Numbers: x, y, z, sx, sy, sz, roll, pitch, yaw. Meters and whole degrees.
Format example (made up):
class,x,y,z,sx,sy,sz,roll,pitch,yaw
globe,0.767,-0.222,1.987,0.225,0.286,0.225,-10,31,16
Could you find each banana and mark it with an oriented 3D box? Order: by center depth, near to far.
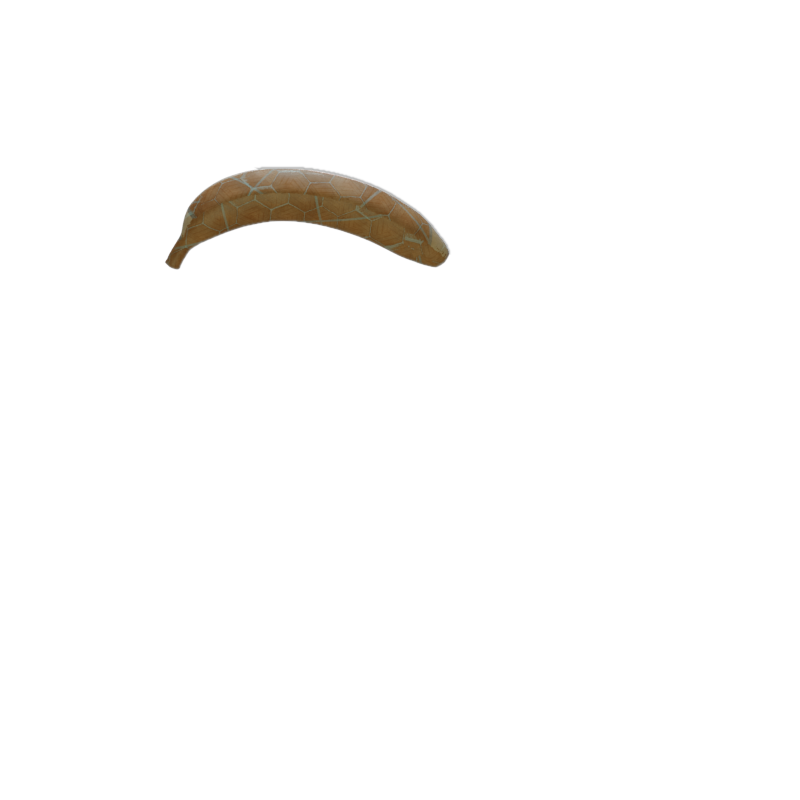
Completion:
class,x,y,z,sx,sy,sz,roll,pitch,yaw
banana,-0.064,-0.127,0.770,0.198,0.066,0.039,0,24,0
